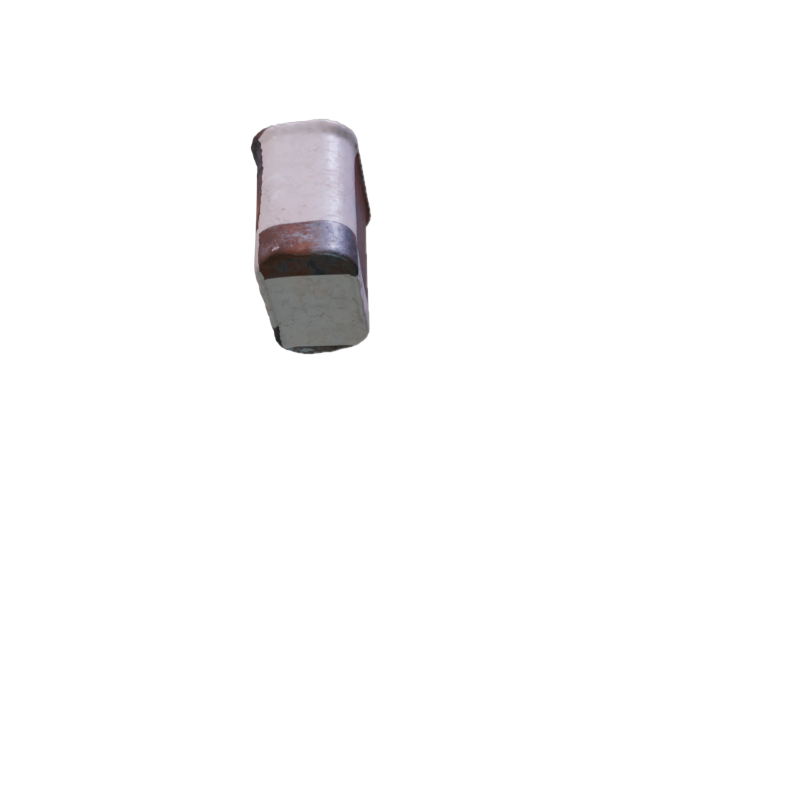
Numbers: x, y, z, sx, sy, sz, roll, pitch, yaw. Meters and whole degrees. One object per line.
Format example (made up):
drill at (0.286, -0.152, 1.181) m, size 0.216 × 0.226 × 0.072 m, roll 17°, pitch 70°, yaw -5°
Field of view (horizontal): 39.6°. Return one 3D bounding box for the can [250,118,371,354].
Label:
can at (-0.046, -0.085, 0.594) m, size 0.058 × 0.089 × 0.095 m, roll -5°, pitch -32°, yaw 4°
